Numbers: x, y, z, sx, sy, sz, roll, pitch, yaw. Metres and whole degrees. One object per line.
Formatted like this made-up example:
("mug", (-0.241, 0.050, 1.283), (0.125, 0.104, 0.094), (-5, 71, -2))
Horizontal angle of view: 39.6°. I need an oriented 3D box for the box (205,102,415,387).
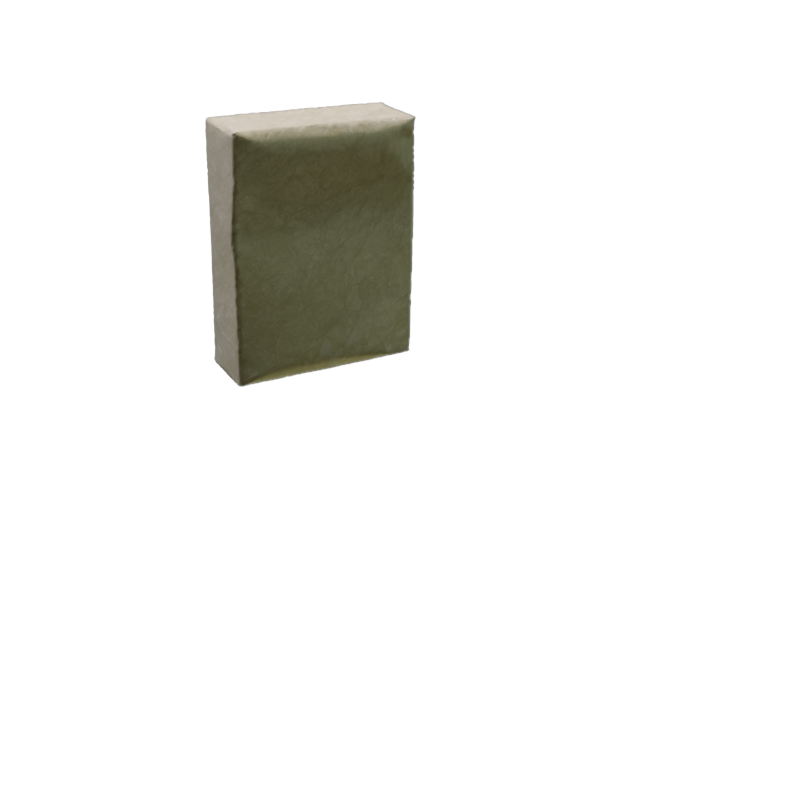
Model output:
("box", (-0.072, -0.132, 0.925), (0.161, 0.205, 0.077), (-10, 22, -25))
